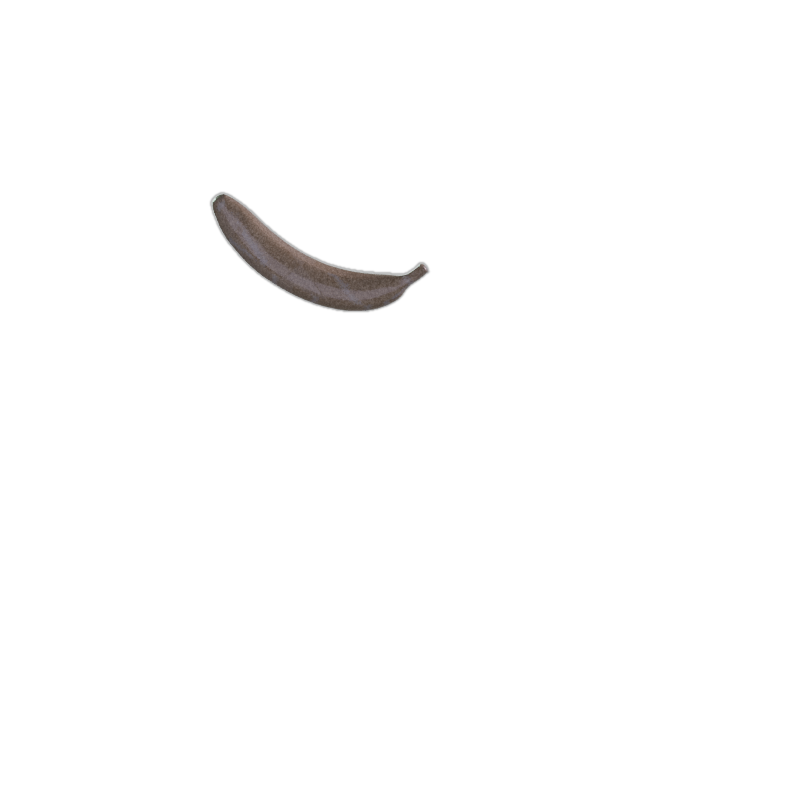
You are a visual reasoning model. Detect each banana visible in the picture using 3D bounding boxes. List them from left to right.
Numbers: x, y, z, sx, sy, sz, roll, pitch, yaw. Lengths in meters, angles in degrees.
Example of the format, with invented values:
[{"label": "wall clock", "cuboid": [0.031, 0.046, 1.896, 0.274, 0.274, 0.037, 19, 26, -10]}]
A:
[{"label": "banana", "cuboid": [-0.079, -0.121, 0.976, 0.196, 0.068, 0.038, 18, 14, -4]}]
